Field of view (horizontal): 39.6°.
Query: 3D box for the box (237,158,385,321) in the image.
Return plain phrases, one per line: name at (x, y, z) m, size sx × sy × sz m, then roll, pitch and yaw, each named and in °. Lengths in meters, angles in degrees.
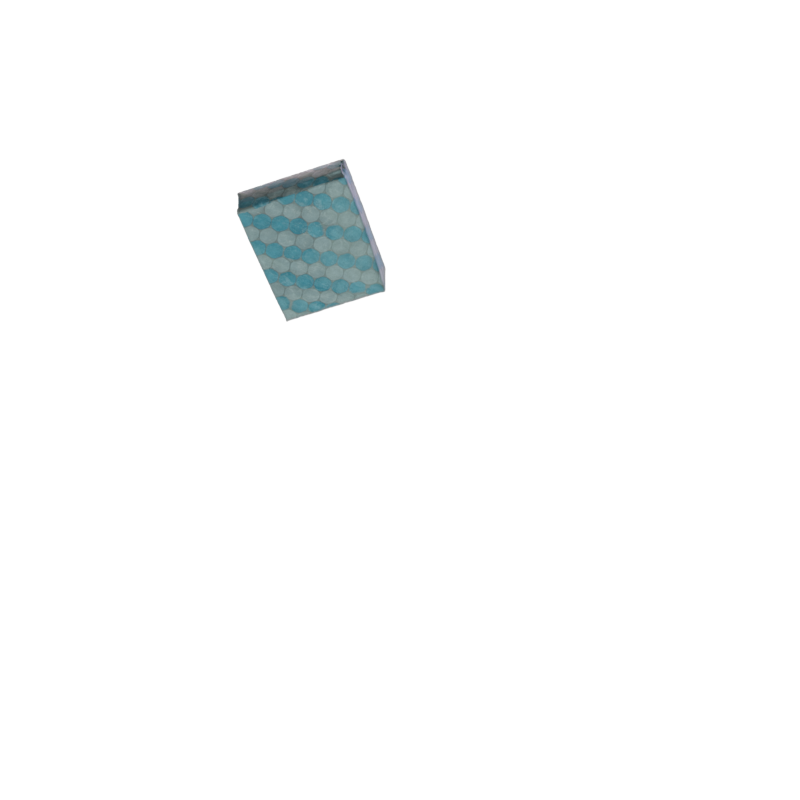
box at (-0.069, -0.126, 0.879) m, size 0.090 × 0.106 × 0.041 m, roll -16°, pitch 31°, yaw 9°
